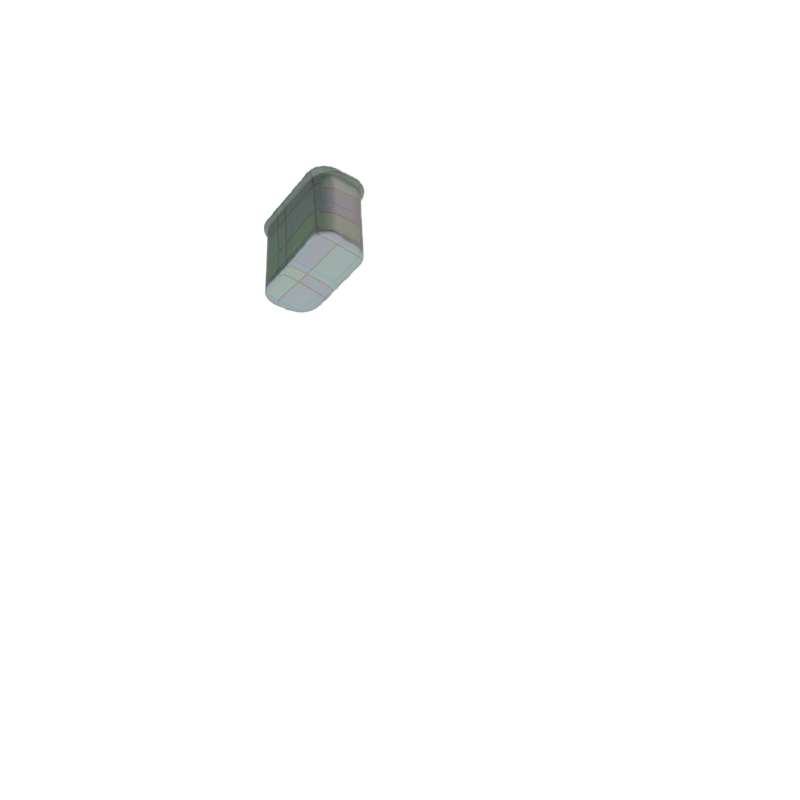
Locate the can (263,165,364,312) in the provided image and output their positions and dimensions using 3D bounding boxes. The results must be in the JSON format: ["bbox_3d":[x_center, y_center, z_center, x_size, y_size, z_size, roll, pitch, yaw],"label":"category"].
[{"bbox_3d":[-0.074,-0.136,0.951,0.055,0.090,0.100,25,-50,-27],"label":"can"}]
